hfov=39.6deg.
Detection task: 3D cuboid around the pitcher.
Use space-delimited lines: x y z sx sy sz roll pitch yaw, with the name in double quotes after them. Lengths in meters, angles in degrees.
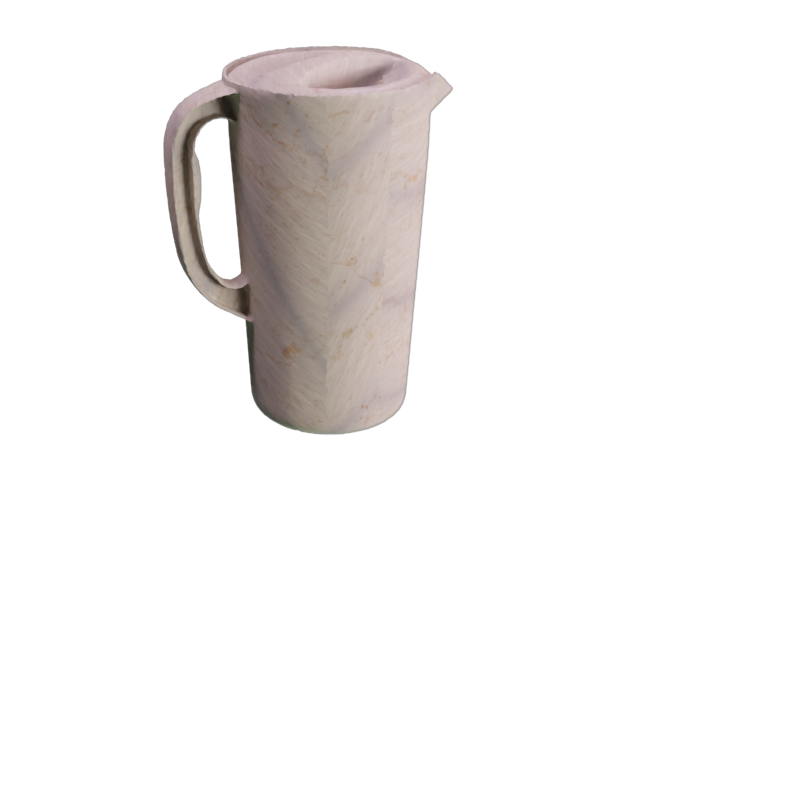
-0.057 -0.104 0.725 0.154 0.231 0.148 10 26 18 "pitcher"
